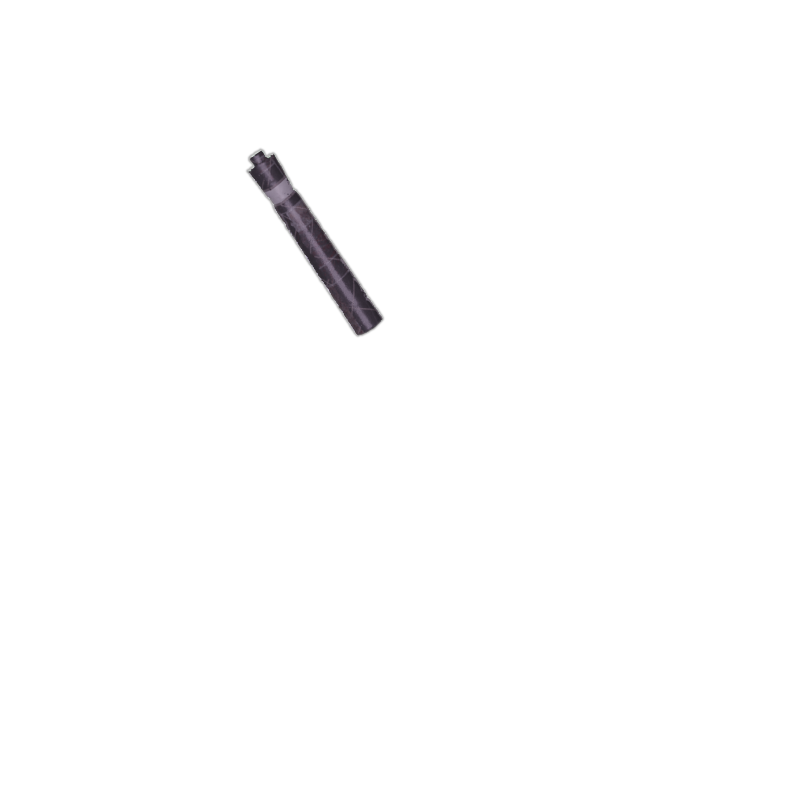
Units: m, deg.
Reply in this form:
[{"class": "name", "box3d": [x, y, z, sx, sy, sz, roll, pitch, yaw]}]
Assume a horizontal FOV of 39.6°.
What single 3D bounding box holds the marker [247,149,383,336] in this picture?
[{"class": "marker", "box3d": [-0.050, -0.091, 0.638, 0.020, 0.118, 0.020, -33, 8, 5]}]
